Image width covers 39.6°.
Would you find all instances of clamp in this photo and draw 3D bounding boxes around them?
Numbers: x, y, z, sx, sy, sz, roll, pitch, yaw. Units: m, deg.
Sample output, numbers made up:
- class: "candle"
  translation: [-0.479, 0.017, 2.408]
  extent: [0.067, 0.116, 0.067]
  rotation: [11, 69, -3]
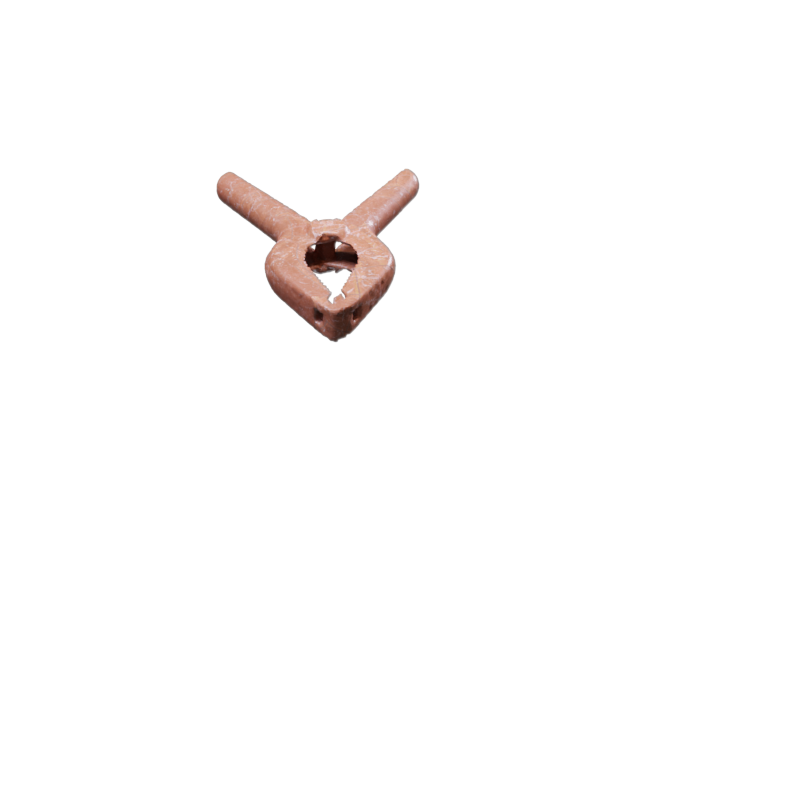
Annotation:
- class: "clamp"
  translation: [-0.065, -0.119, 0.835]
  extent: [0.165, 0.034, 0.224]
  rotation: [0, 38, 0]
